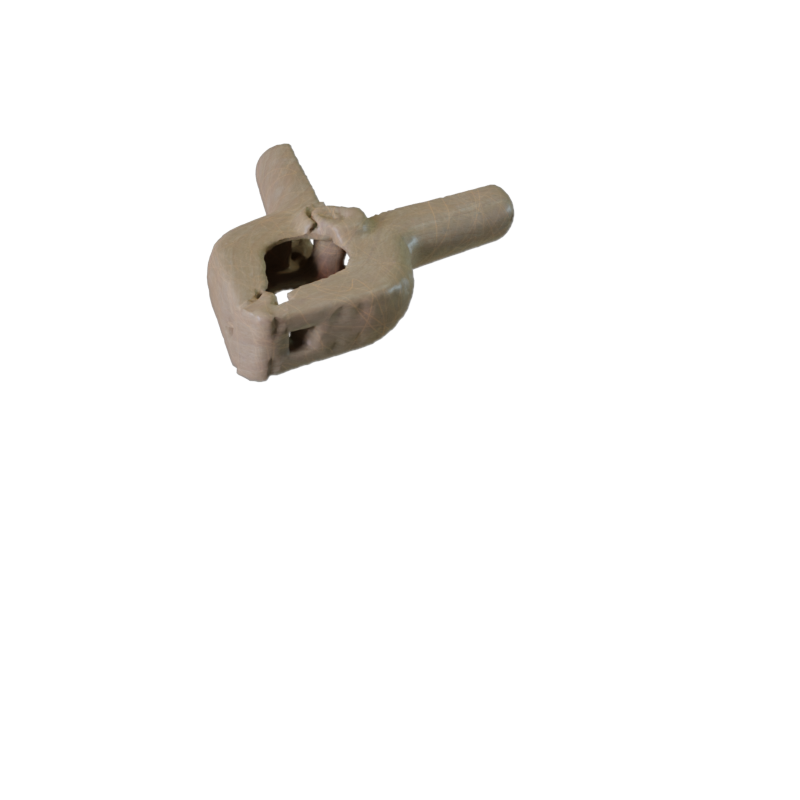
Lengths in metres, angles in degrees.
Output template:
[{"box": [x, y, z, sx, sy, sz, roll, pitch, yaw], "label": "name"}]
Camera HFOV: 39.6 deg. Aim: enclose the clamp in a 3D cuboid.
[{"box": [-0.036, -0.065, 0.454, 0.125, 0.037, 0.174, 13, 30, 23], "label": "clamp"}]
